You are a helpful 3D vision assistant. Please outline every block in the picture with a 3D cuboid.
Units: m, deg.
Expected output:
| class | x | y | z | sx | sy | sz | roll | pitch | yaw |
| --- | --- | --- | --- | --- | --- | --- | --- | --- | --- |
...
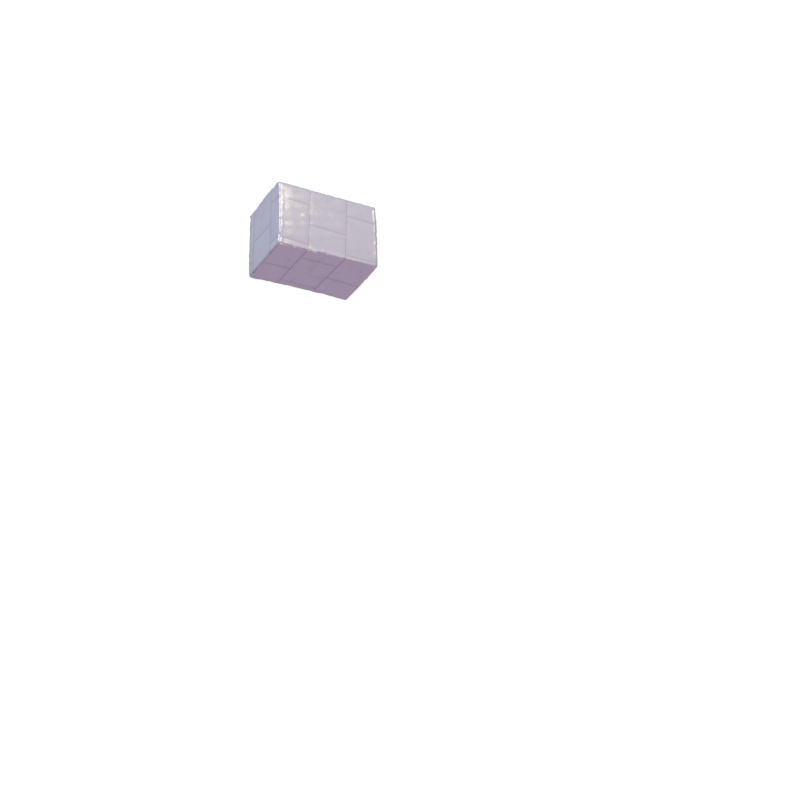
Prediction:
| class | x | y | z | sx | sy | sz | roll | pitch | yaw |
| --- | --- | --- | --- | --- | --- | --- | --- | --- | --- |
| block | -0.061 | -0.111 | 0.780 | 0.075 | 0.055 | 0.052 | 13 | -32 | -24 |
